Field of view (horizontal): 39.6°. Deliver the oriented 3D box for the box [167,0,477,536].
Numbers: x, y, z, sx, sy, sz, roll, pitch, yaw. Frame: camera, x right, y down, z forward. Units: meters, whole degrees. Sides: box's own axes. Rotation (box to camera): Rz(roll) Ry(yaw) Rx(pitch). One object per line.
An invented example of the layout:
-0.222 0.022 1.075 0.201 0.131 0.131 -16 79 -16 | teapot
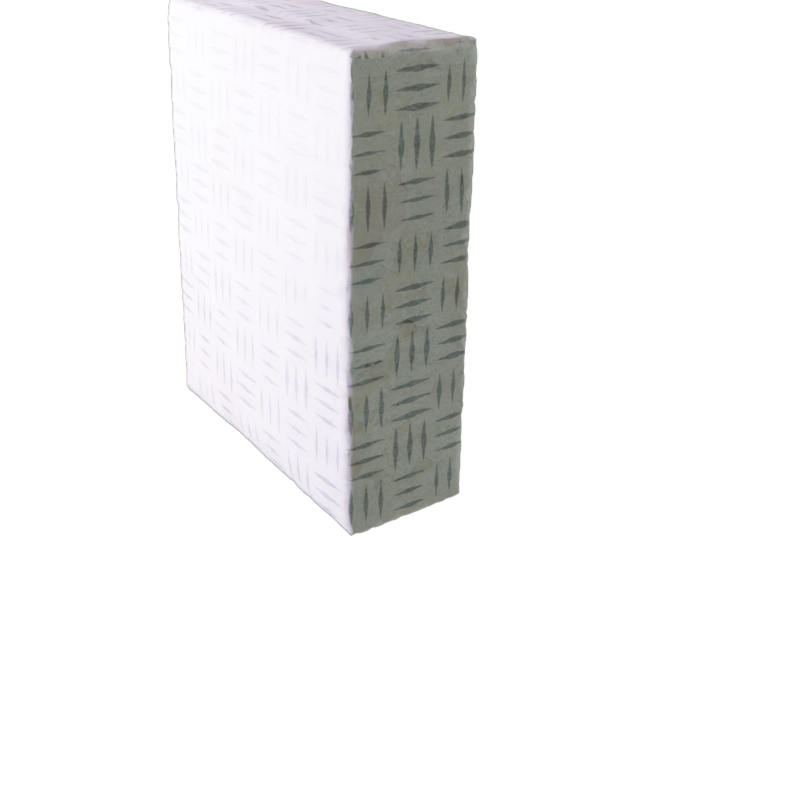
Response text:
-0.041 -0.074 0.521 0.070 0.204 0.176 -13 28 -31 | box
